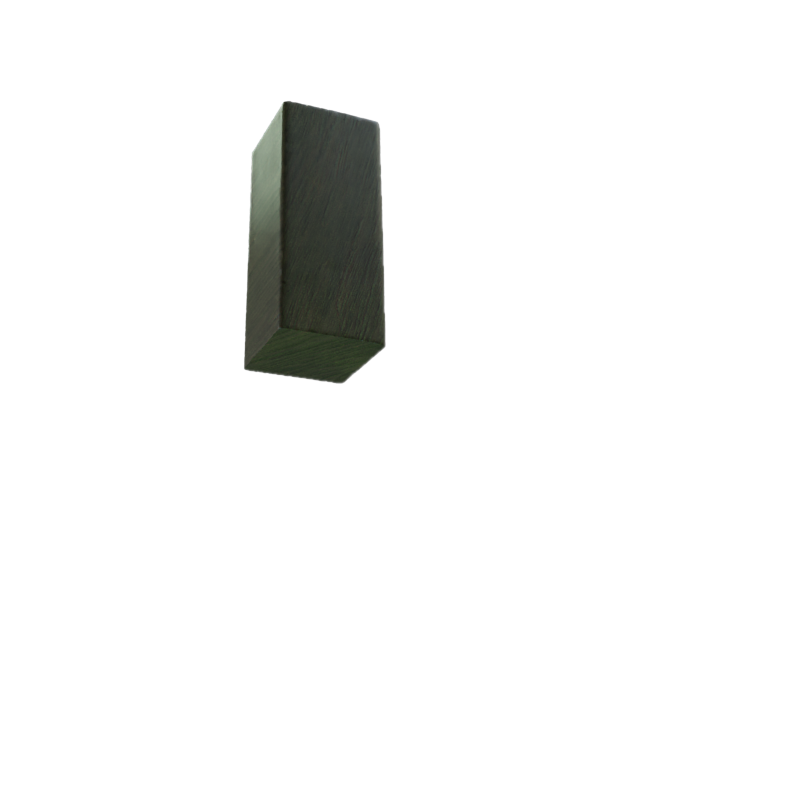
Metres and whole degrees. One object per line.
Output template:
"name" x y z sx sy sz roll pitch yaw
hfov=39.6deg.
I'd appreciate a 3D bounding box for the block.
"block" -0.071 -0.131 0.915 0.087 0.219 0.088 10 -28 -22
